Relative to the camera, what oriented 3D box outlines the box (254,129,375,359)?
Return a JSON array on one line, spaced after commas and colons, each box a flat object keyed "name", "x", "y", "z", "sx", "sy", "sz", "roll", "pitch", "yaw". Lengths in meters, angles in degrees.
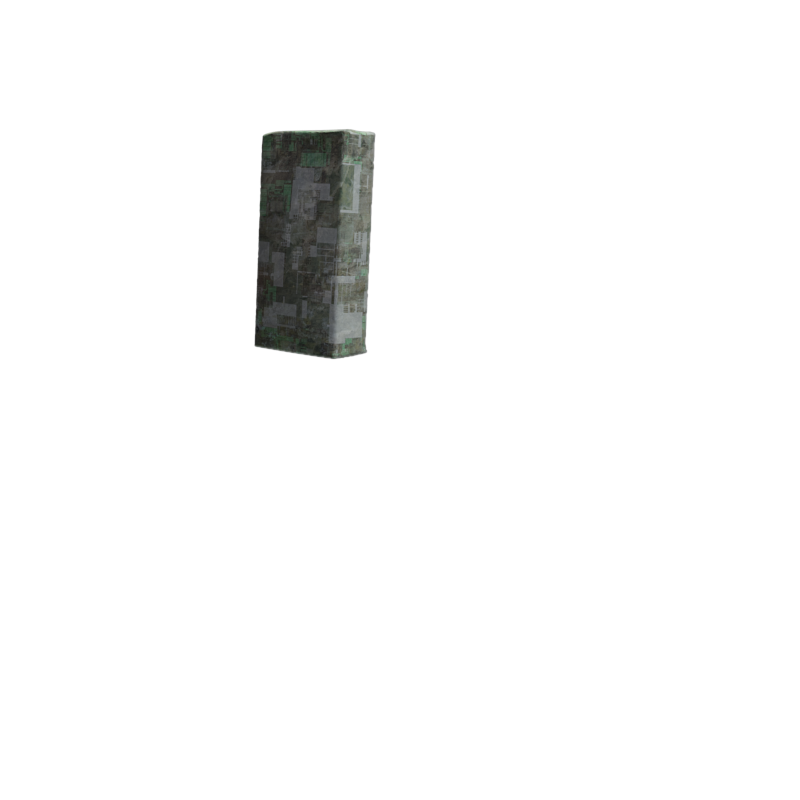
[{"name": "box", "x": -0.069, "y": -0.126, "z": 0.882, "sx": 0.097, "sy": 0.175, "sz": 0.046, "roll": 4, "pitch": 5, "yaw": 41}]
